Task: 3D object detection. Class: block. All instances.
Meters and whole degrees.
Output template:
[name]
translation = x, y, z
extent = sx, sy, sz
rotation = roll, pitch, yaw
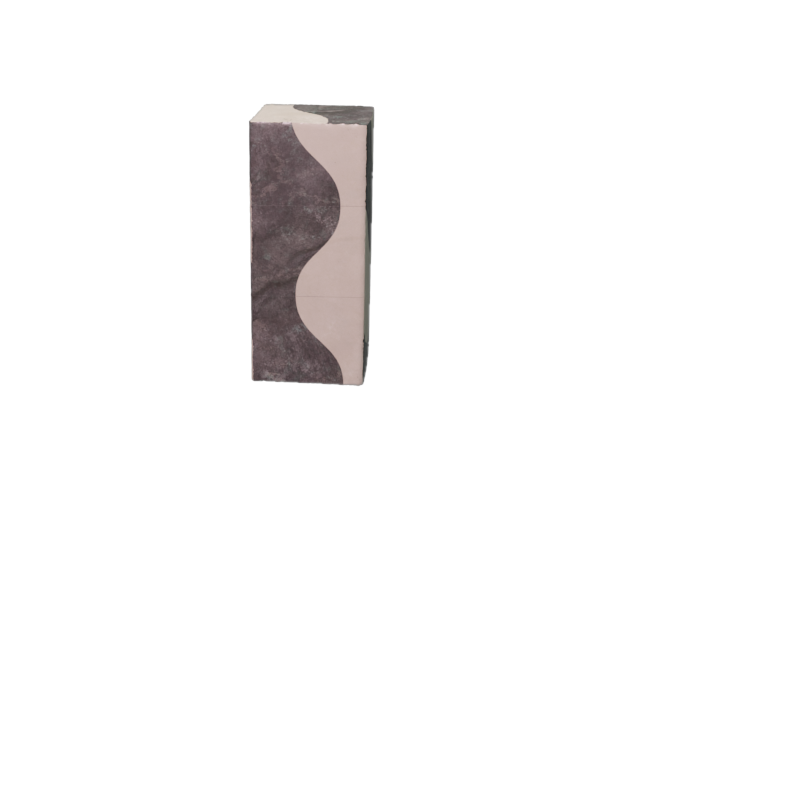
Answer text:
[block]
translation = -0.069, -0.126, 0.881
extent = 0.091, 0.198, 0.093
rotation = 2, 18, 3
